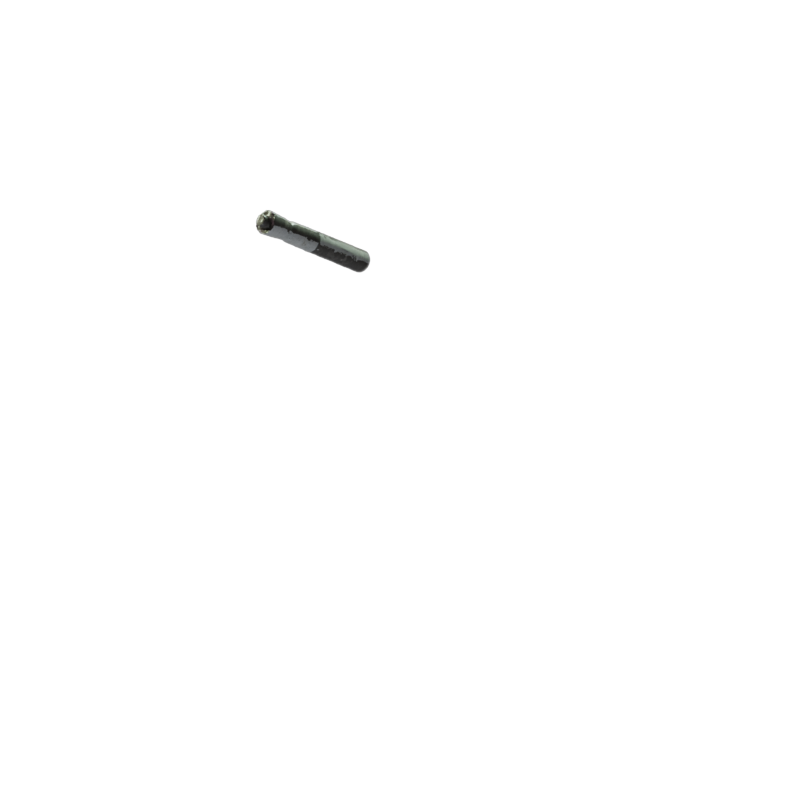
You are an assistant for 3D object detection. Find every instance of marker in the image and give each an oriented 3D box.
[{"bbox_3d":[-0.067,-0.122,0.855,0.021,0.020,0.114,3,-8,40],"label":"marker"}]
